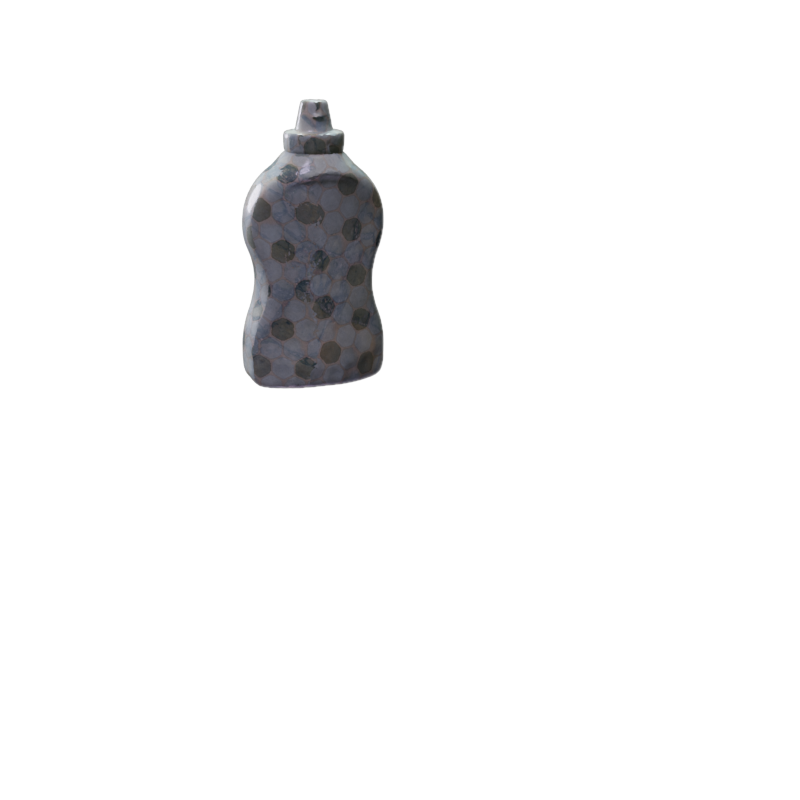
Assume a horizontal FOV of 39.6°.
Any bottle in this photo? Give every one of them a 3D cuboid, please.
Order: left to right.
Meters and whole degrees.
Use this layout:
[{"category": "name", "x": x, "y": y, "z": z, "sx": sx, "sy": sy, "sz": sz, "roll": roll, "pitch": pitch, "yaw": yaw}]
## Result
[{"category": "bottle", "x": -0.059, "y": -0.107, "z": 0.753, "sx": 0.094, "sy": 0.186, "sz": 0.061, "roll": -4, "pitch": 13, "yaw": -18}]
